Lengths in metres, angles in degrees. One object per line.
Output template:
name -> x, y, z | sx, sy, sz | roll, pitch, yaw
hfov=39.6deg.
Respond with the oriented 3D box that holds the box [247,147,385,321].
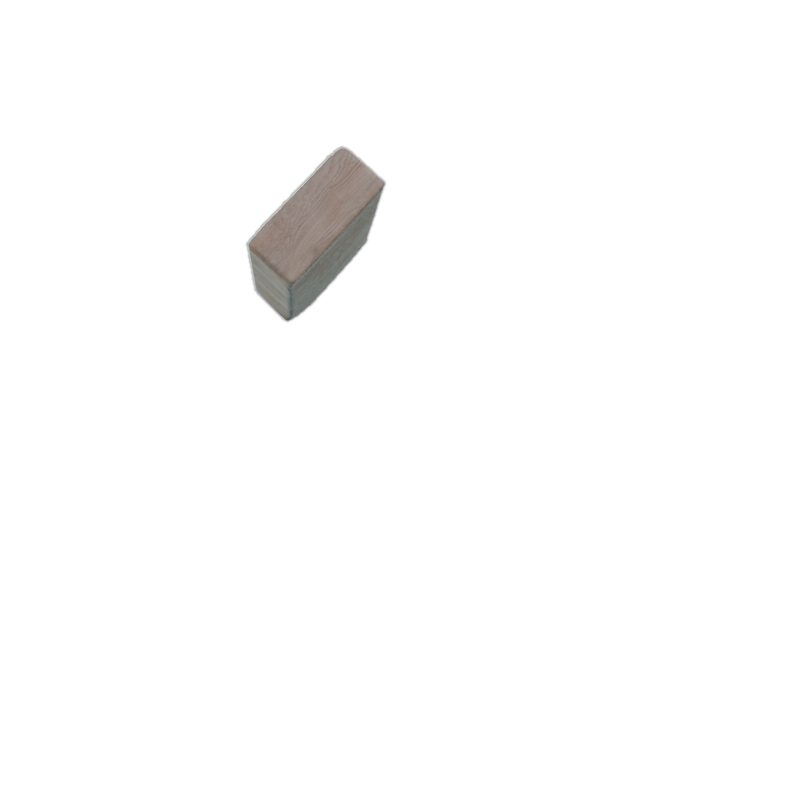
box -> -0.062, -0.113, 0.786 | 0.049, 0.094, 0.172 | 42, -8, 1
